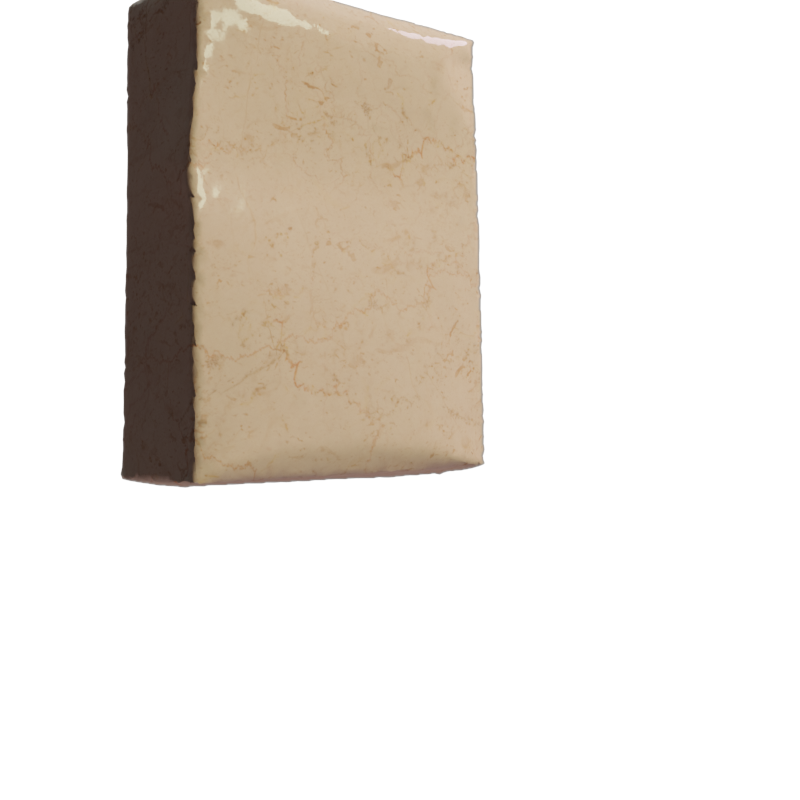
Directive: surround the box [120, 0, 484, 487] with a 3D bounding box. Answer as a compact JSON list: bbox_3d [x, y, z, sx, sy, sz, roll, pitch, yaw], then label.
[{"bbox_3d":[-0.040,-0.073,0.509,0.157,0.218,0.074,4,-9,-38],"label":"box"}]
